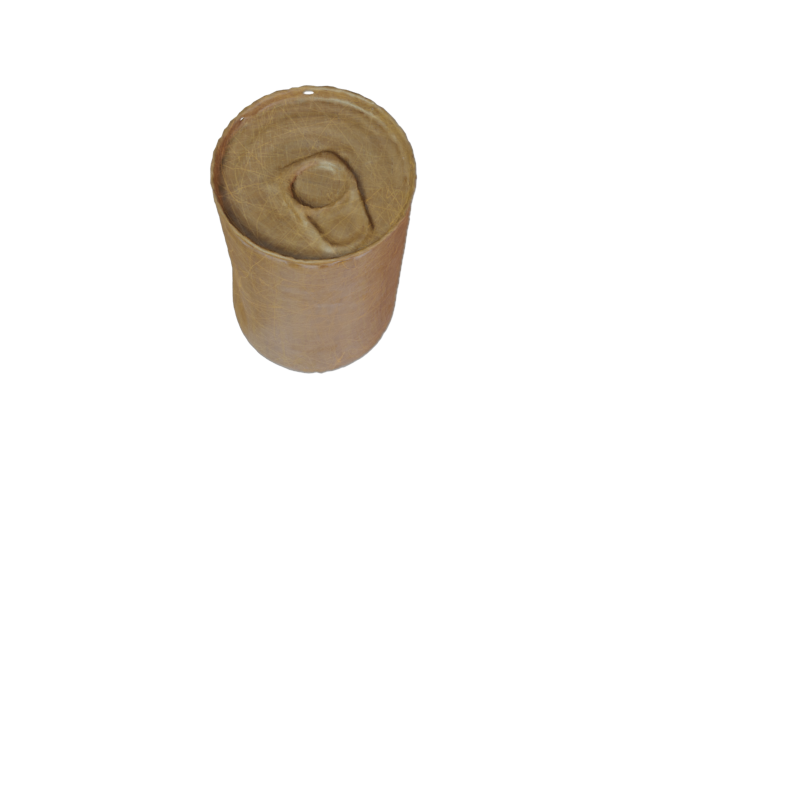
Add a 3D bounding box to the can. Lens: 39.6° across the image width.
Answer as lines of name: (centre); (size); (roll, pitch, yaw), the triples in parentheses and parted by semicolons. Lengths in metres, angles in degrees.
can: (-0.032, -0.058, 0.407); (0.068, 0.072, 0.097); (0, -23, -3)
